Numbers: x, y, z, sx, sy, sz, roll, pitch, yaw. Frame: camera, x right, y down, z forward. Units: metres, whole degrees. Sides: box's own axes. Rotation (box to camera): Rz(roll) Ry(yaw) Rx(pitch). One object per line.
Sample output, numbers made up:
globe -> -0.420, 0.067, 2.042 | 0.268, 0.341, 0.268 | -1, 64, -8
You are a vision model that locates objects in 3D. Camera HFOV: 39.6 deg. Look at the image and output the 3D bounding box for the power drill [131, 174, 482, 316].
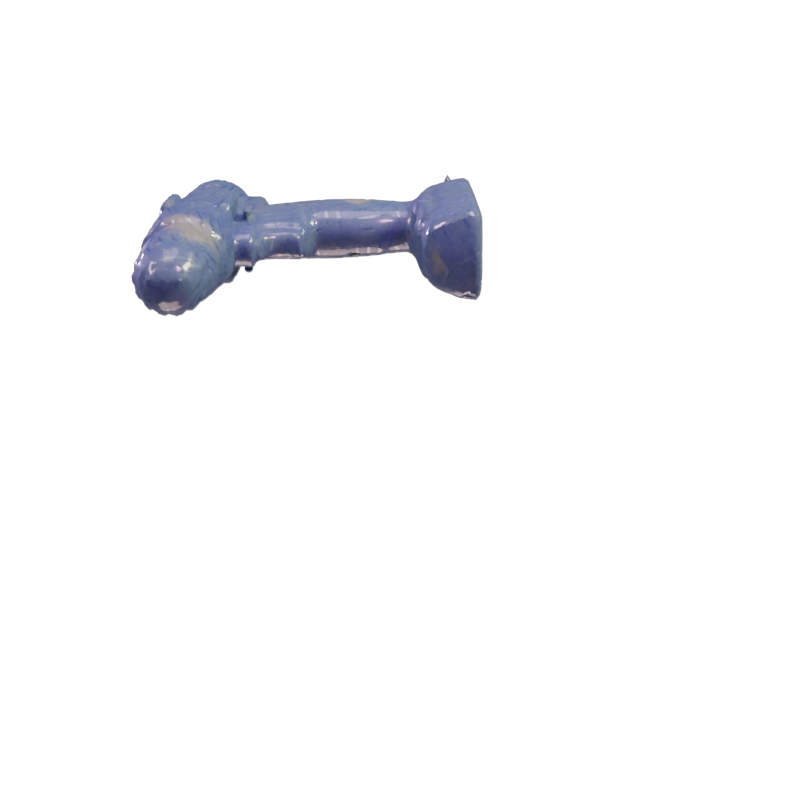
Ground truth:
power drill -> -0.049, -0.090, 0.632 | 0.188, 0.055, 0.192 | 1, 22, 2
